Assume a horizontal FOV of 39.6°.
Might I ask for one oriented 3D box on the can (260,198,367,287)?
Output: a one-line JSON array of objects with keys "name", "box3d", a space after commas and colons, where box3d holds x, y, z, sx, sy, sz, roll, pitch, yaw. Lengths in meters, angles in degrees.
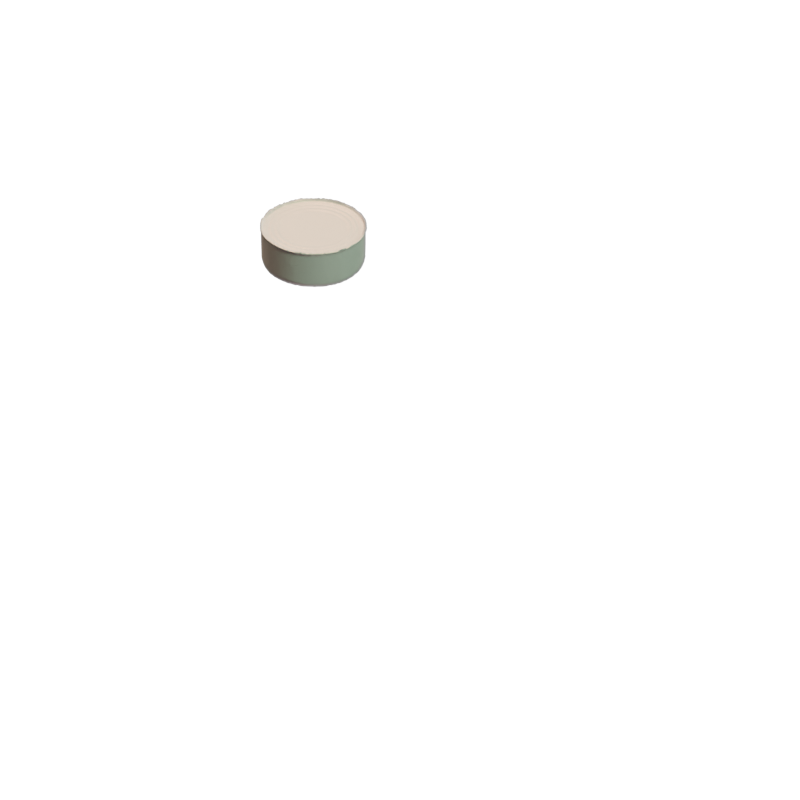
[{"name": "can", "box3d": [-0.070, -0.128, 0.896, 0.086, 0.031, 0.092, -1, 38, -2]}]
